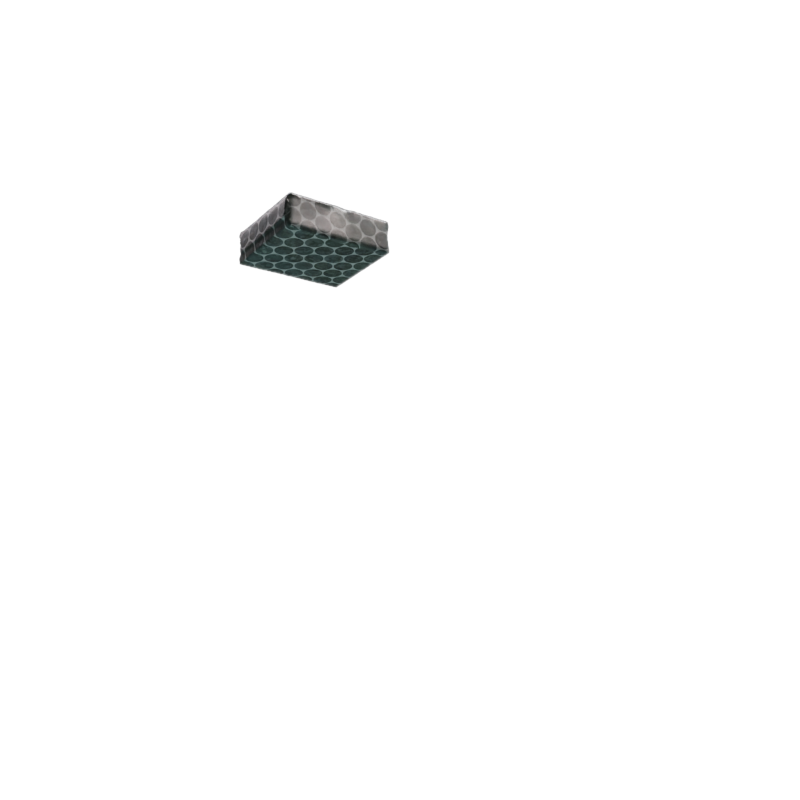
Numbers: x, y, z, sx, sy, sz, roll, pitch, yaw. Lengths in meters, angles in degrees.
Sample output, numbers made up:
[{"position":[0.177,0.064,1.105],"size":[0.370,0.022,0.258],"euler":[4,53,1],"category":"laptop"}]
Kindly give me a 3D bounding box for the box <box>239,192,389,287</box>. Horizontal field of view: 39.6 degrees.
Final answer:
[{"position":[-0.065,-0.118,0.824],"size":[0.085,0.032,0.073],"euler":[13,-25,-30],"category":"box"}]
